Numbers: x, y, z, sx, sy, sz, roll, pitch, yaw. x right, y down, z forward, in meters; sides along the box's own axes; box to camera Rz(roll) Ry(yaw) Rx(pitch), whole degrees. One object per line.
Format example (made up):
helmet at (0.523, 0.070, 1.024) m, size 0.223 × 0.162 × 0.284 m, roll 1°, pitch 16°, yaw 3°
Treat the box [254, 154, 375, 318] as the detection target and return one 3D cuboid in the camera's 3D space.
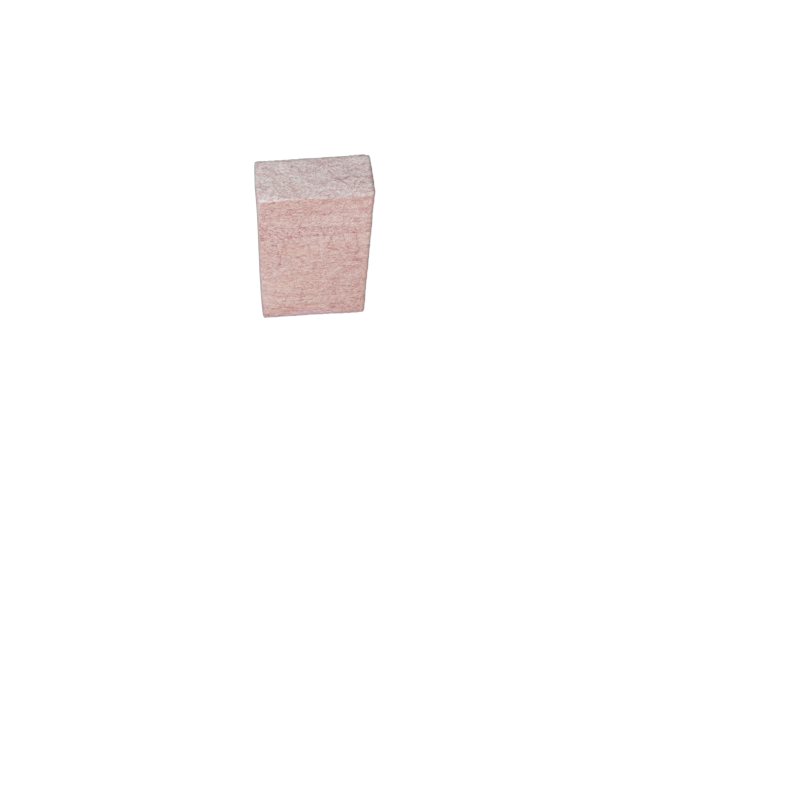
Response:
box at (-0.072, -0.131, 0.918) m, size 0.093 × 0.051 × 0.166 m, roll -4°, pitch -26°, yaw -5°
